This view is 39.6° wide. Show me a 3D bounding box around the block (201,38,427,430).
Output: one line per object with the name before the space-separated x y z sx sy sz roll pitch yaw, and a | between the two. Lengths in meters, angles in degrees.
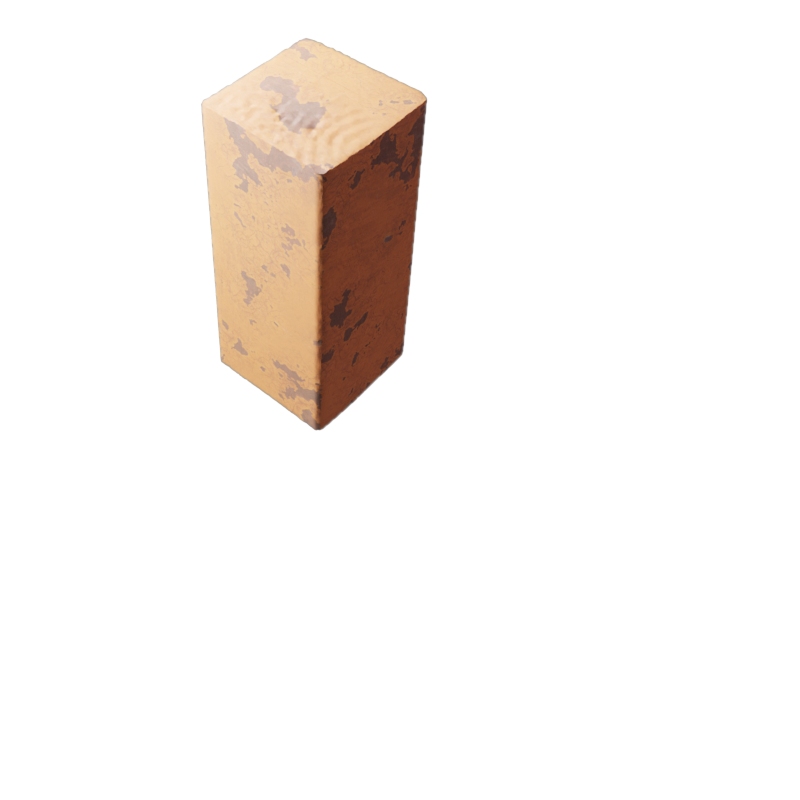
block | -0.051 -0.094 0.657 0.096 0.192 0.091 33 53 24
